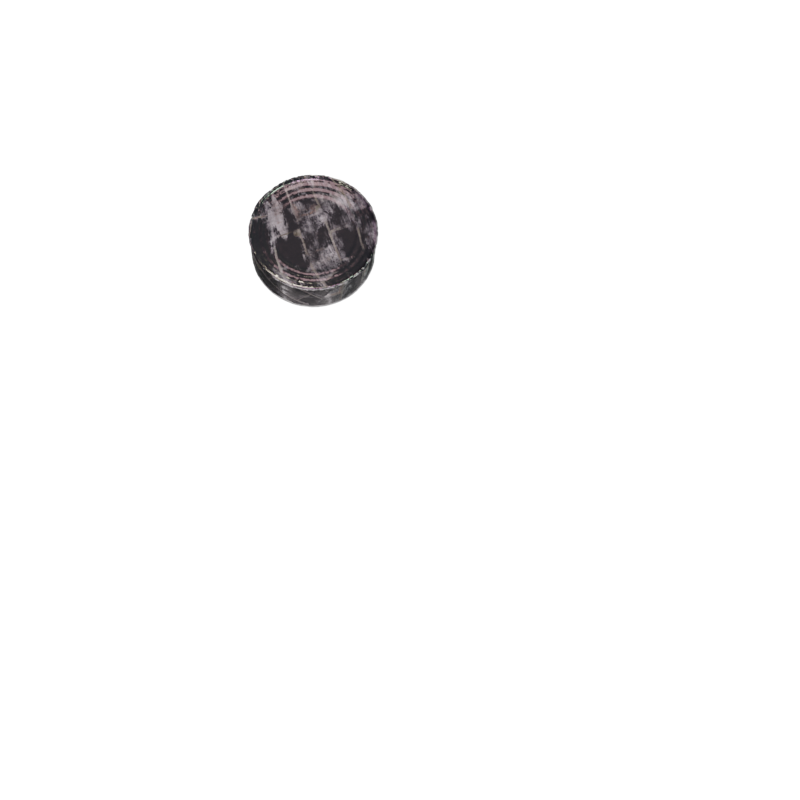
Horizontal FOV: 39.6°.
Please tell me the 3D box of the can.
[{"bbox_3d":[-0.058,-0.106,0.745,0.086,0.091,0.032,-1,-26,-1],"label":"can"}]
